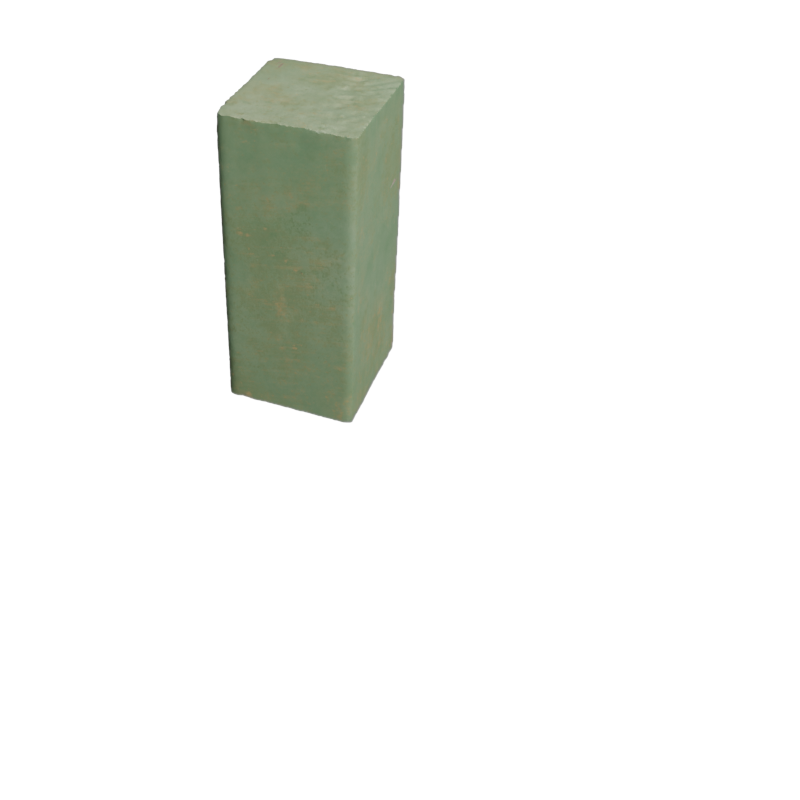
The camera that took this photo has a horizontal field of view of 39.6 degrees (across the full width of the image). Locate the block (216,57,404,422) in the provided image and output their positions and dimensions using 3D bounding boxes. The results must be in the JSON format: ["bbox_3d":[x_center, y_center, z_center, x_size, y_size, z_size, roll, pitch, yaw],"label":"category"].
[{"bbox_3d":[-0.056,-0.101,0.707,0.093,0.193,0.094,13,37,14],"label":"block"}]
